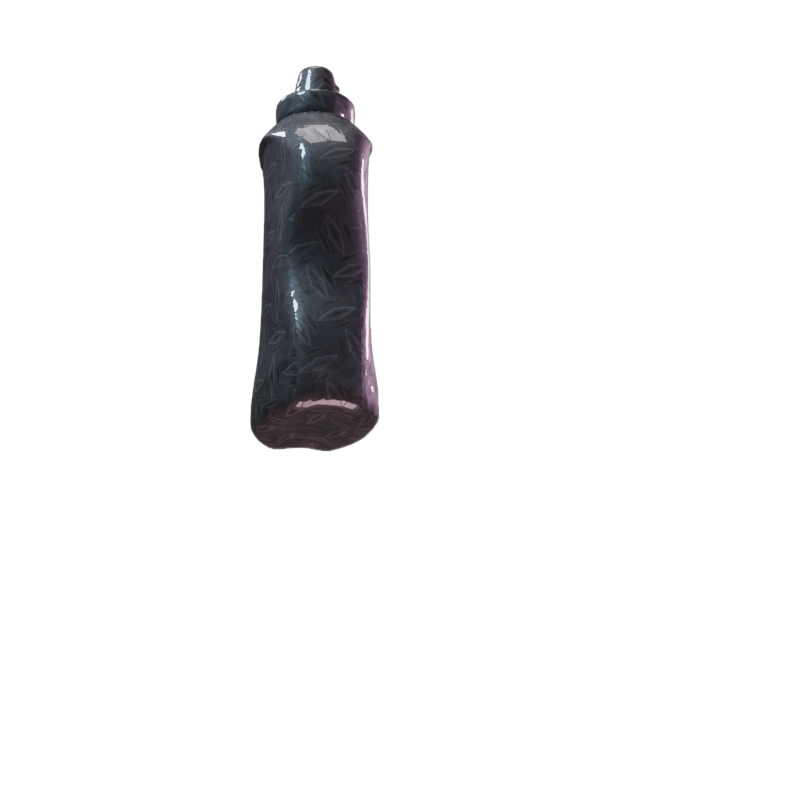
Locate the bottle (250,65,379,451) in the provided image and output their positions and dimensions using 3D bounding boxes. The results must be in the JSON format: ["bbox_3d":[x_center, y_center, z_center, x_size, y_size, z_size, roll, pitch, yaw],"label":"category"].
[{"bbox_3d":[-0.042,-0.078,0.545,0.058,0.201,0.093,2,-21,-10],"label":"bottle"}]
